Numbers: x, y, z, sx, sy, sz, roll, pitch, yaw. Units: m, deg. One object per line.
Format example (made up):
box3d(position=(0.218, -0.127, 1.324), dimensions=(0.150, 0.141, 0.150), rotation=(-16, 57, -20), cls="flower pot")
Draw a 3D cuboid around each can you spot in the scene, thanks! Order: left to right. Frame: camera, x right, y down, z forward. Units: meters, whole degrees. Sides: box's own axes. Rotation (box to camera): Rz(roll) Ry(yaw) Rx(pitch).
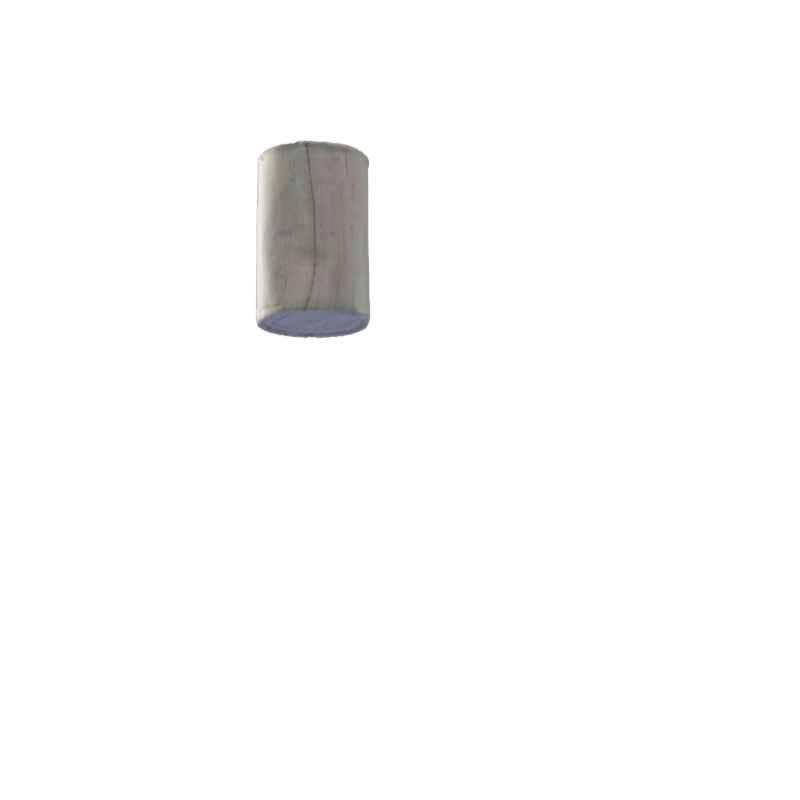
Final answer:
box3d(position=(-0.051, -0.094, 0.655), dimensions=(0.068, 0.106, 0.066), rotation=(0, -15, -2), cls="can")
